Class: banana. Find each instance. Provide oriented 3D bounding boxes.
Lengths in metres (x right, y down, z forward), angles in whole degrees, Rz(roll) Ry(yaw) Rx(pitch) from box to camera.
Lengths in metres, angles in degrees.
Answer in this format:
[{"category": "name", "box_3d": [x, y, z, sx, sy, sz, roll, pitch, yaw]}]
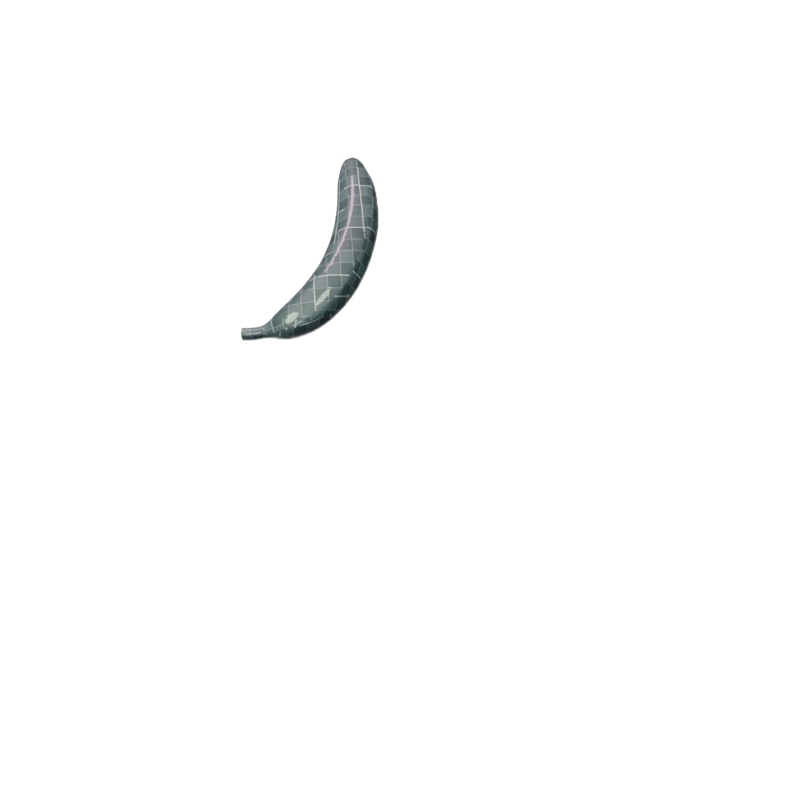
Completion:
[{"category": "banana", "box_3d": [-0.058, -0.122, 0.930, 0.071, 0.204, 0.035, 23, -26, 11]}]
